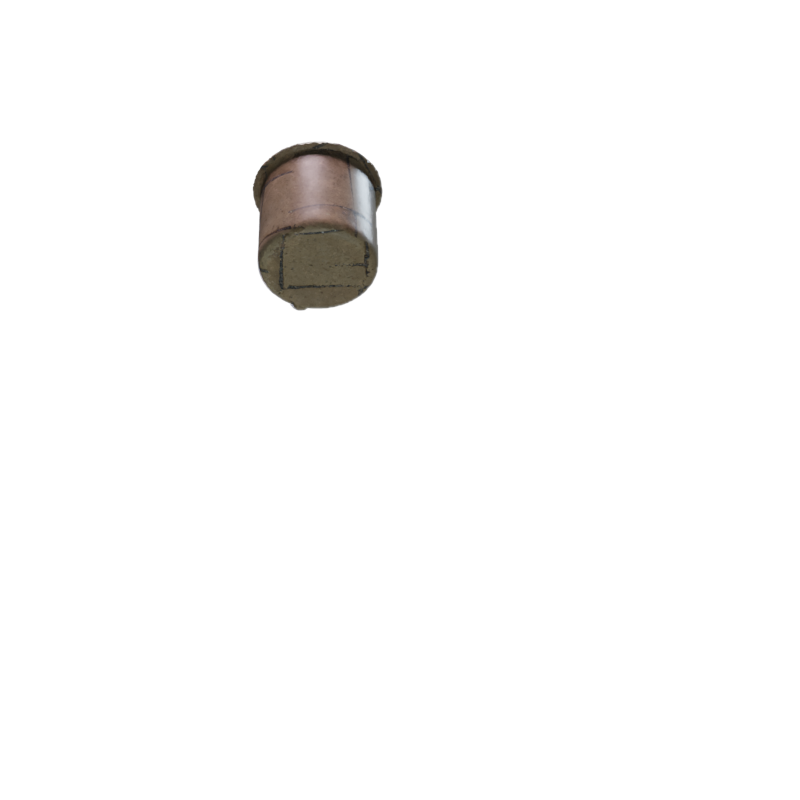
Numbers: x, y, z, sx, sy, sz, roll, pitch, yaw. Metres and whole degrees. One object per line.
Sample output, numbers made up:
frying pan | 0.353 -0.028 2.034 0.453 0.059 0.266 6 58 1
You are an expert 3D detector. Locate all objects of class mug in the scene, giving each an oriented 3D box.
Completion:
mug | -0.061 -0.111 0.776 0.091 0.087 0.111 11 -44 -14
